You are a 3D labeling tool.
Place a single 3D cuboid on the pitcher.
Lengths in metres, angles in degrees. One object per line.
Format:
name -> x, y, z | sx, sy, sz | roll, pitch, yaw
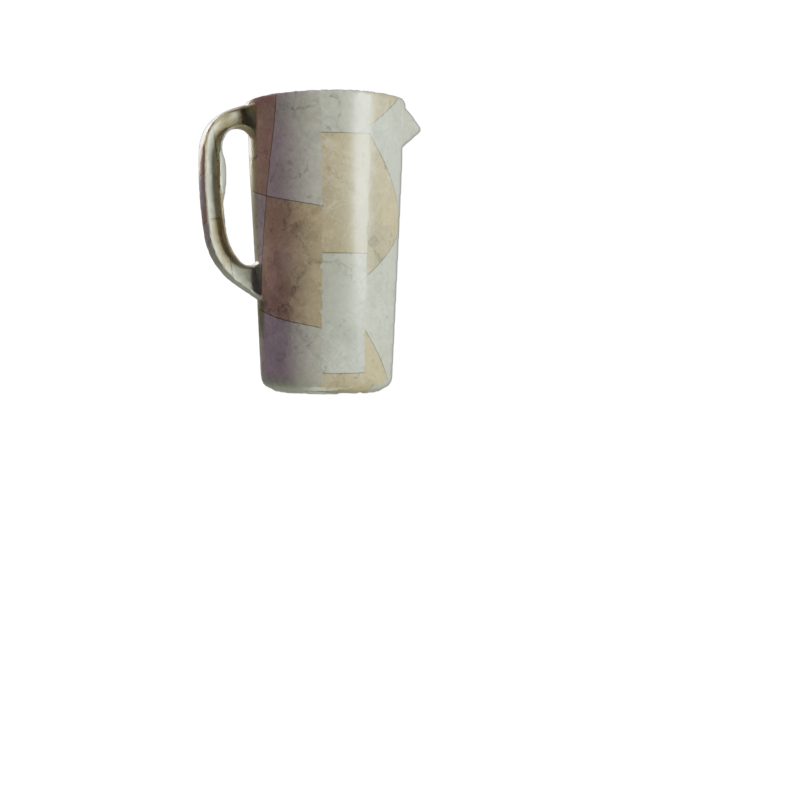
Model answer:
pitcher -> -0.071, -0.130, 0.910 | 0.153, 0.245, 0.140 | -1, -1, 23
